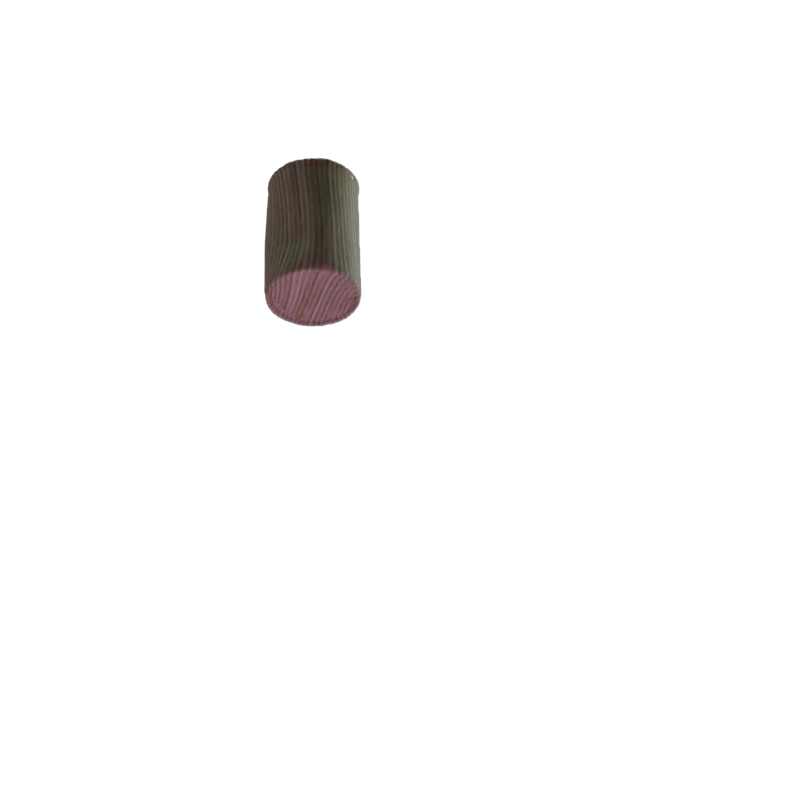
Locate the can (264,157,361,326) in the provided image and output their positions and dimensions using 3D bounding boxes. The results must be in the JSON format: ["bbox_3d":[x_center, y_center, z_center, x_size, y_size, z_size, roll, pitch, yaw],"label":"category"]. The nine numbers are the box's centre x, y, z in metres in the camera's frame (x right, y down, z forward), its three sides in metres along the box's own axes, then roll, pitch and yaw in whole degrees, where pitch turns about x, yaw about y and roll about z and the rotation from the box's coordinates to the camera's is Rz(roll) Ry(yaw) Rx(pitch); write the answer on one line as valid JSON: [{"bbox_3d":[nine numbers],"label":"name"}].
[{"bbox_3d":[-0.062,-0.112,0.786,0.068,0.109,0.064,-1,-36,-2],"label":"can"}]
